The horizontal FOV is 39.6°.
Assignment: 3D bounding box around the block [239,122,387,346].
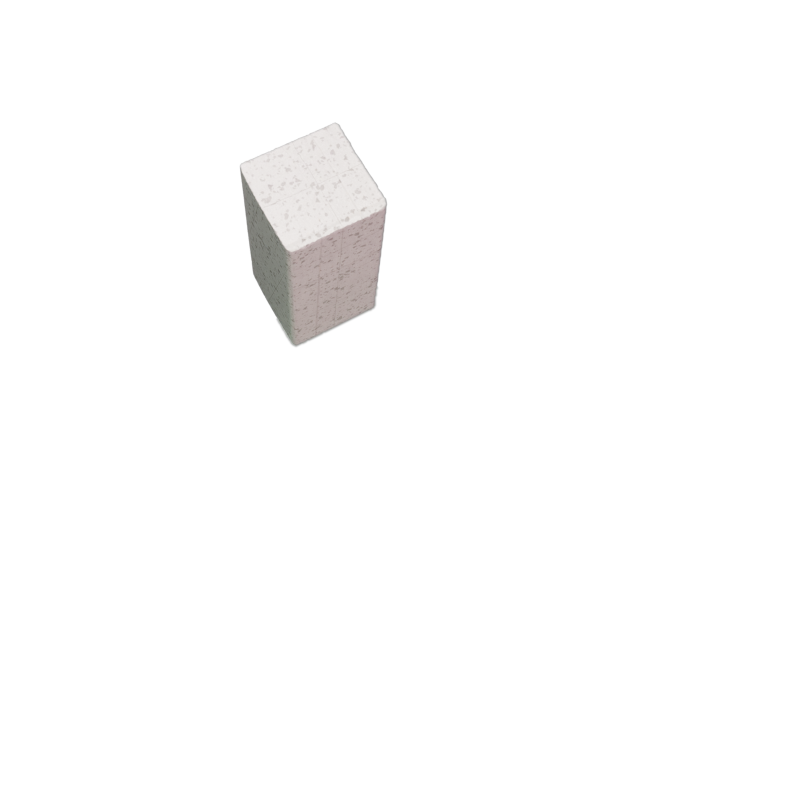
[{"bbox_3d":[-0.075,-0.136,0.959,0.090,0.095,0.196,-26,-17,-12],"label":"block"}]
